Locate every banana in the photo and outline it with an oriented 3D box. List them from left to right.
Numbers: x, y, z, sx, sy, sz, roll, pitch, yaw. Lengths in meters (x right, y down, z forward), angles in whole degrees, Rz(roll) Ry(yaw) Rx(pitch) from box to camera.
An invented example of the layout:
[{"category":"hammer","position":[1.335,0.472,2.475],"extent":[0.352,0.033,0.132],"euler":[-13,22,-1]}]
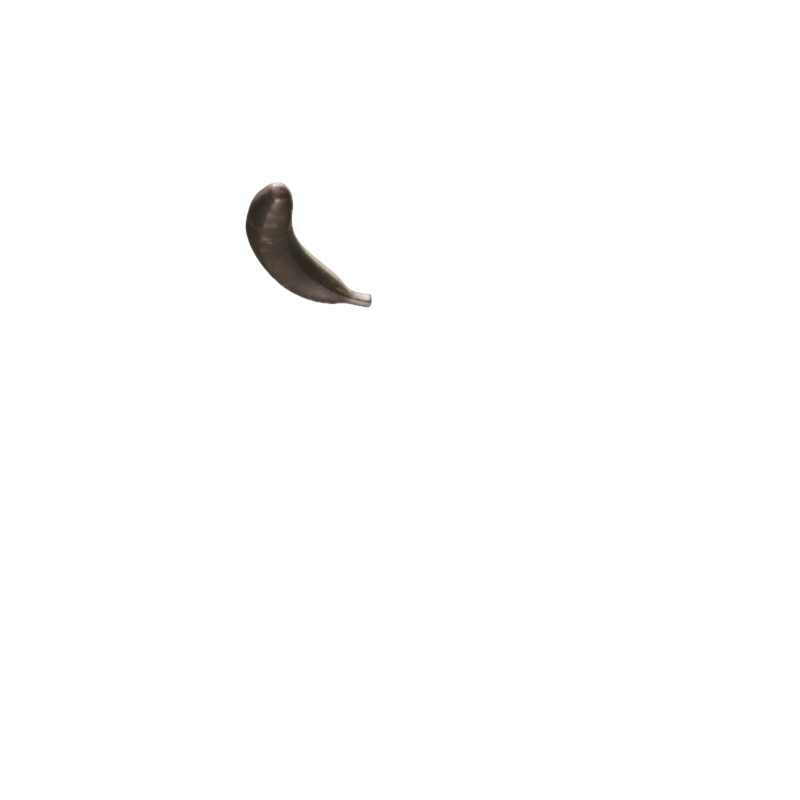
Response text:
[{"category":"banana","position":[-0.087,-0.124,0.906],"extent":[0.071,0.039,0.184],"euler":[-9,-24,18]}]
